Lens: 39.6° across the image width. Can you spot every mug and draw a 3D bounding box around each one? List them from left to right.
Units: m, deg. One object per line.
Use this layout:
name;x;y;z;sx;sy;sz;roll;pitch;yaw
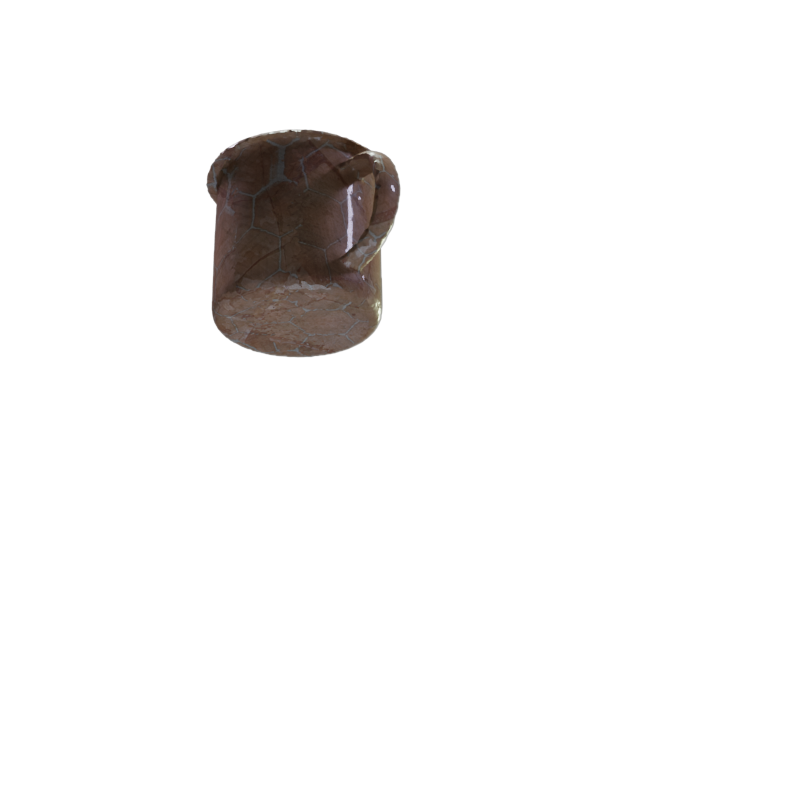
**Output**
mug;-0.042;-0.077;0.536;0.088;0.087;0.117;22;-34;-38
